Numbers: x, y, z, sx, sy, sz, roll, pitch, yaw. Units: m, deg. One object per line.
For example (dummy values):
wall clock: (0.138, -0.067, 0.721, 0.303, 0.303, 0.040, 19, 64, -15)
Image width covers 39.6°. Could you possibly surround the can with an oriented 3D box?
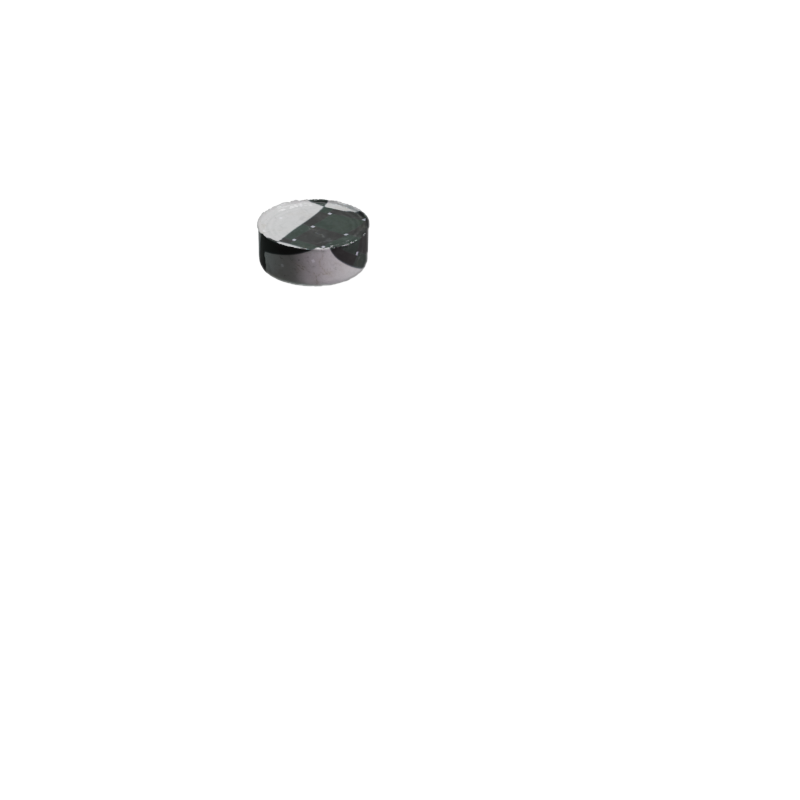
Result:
can: (-0.067, -0.121, 0.851, 0.086, 0.032, 0.091, -1, 33, -2)
